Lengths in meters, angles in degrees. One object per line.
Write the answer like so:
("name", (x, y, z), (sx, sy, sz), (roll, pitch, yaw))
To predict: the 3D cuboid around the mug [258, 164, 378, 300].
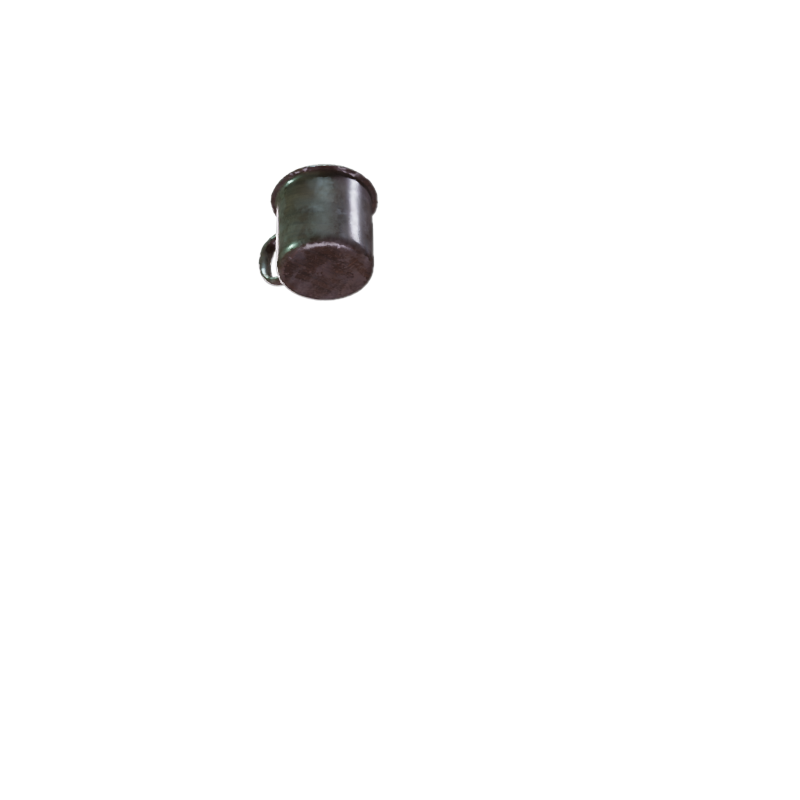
("mug", (-0.074, -0.134, 0.941), (0.118, 0.087, 0.086), (-23, -41, 27))
